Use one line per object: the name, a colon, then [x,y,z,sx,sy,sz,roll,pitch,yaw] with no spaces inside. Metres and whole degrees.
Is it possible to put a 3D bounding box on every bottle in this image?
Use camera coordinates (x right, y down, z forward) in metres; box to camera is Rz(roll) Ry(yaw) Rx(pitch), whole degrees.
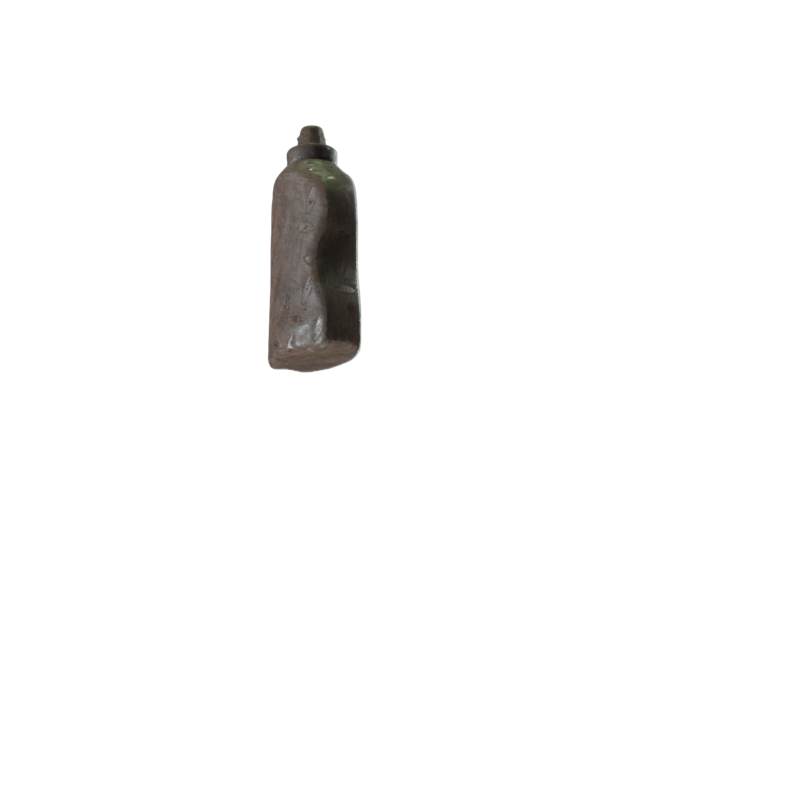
bottle: [-0.068,-0.123,0.864,0.056,0.200,0.096,8,-19,-28]
